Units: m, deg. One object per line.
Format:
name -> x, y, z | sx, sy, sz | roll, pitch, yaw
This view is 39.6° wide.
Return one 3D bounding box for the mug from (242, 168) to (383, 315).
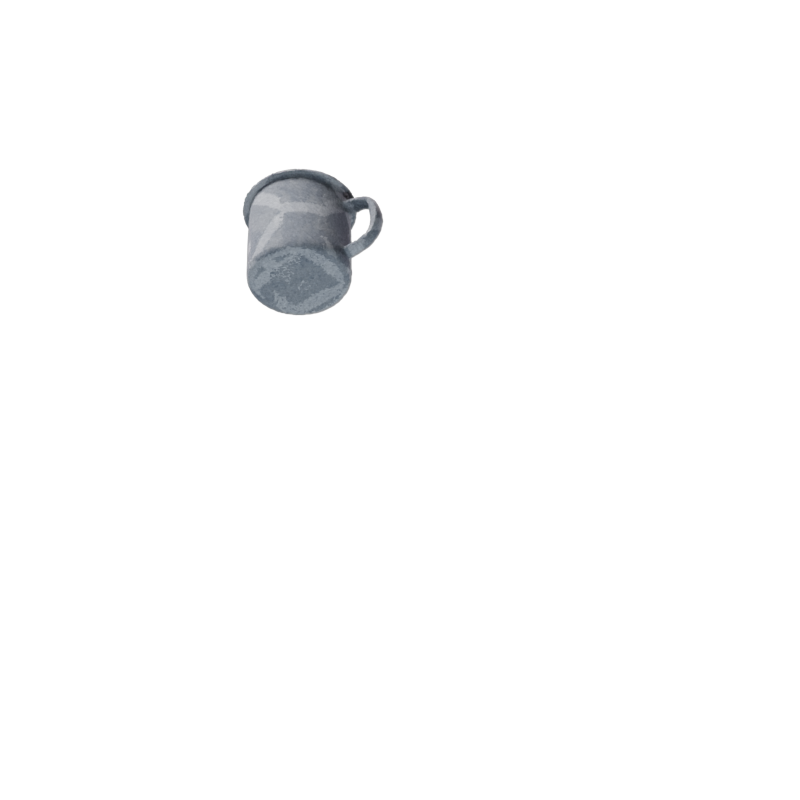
mug -> -0.068, -0.124, 0.872 | 0.118, 0.087, 0.086 | -15, -43, 16
